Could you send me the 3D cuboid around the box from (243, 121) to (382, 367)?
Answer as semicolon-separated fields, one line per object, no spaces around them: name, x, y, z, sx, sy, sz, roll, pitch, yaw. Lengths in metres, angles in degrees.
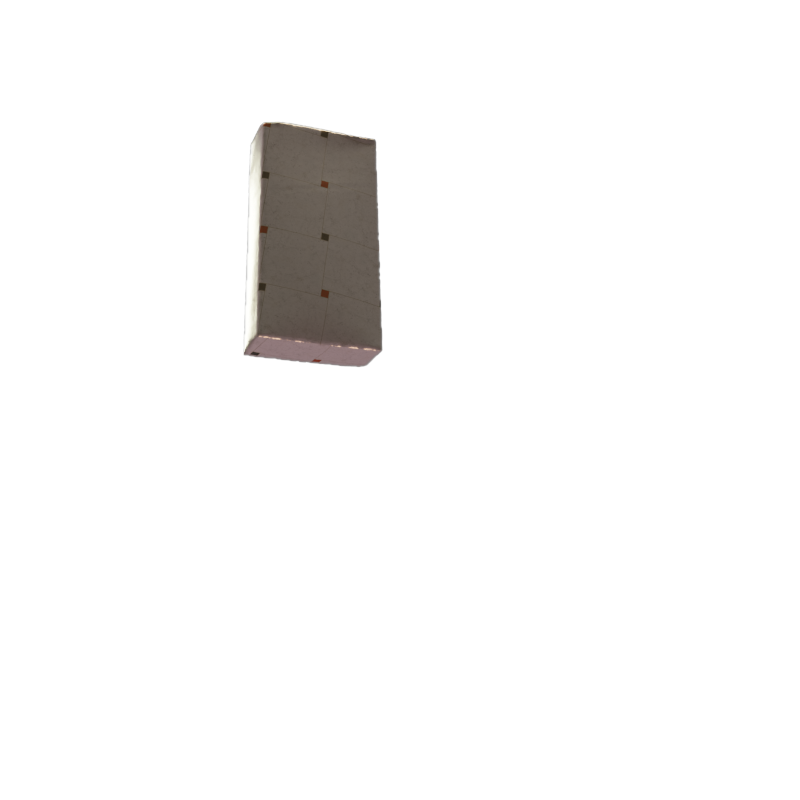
box;-0.063;-0.115;0.808;0.091;0.186;0.047;6;-25;-18
